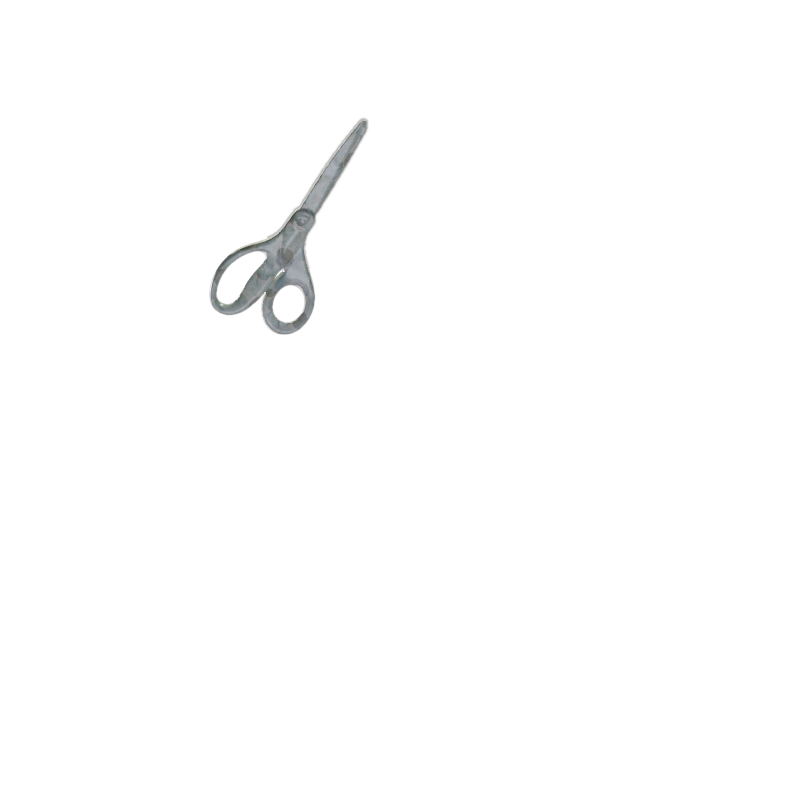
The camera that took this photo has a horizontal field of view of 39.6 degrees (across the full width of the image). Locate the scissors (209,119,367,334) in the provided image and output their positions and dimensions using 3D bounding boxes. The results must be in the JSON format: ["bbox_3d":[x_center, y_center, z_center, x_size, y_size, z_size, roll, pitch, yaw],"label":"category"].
[{"bbox_3d":[-0.071,-0.130,0.911,0.200,0.092,0.017,-40,17,15],"label":"scissors"}]
